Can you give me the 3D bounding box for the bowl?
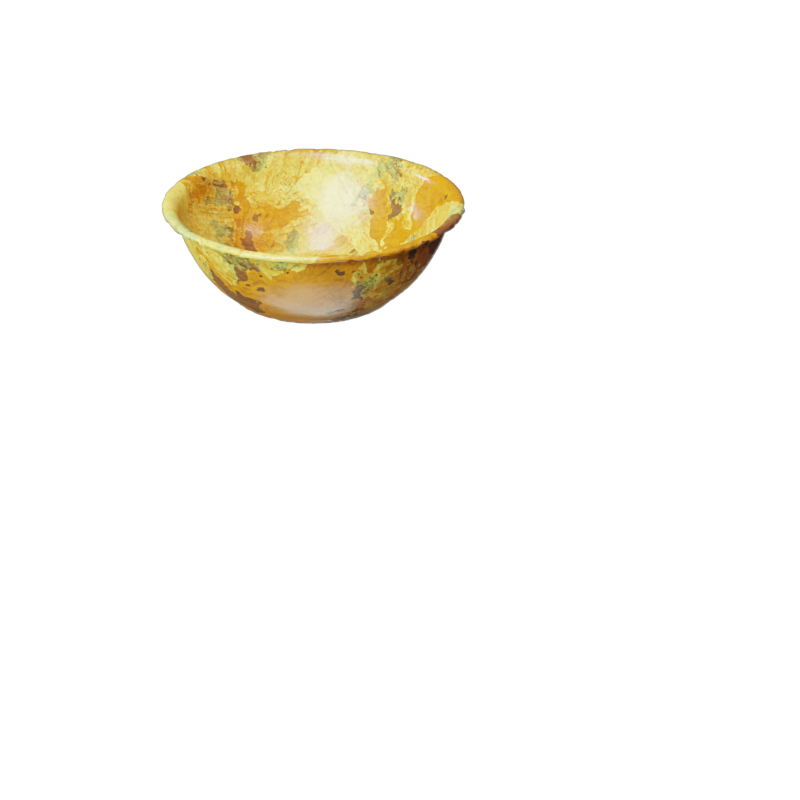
[{"bbox_3d":[-0.047,-0.086,0.605,0.162,0.052,0.172,-1,29,-2],"label":"bowl"}]
